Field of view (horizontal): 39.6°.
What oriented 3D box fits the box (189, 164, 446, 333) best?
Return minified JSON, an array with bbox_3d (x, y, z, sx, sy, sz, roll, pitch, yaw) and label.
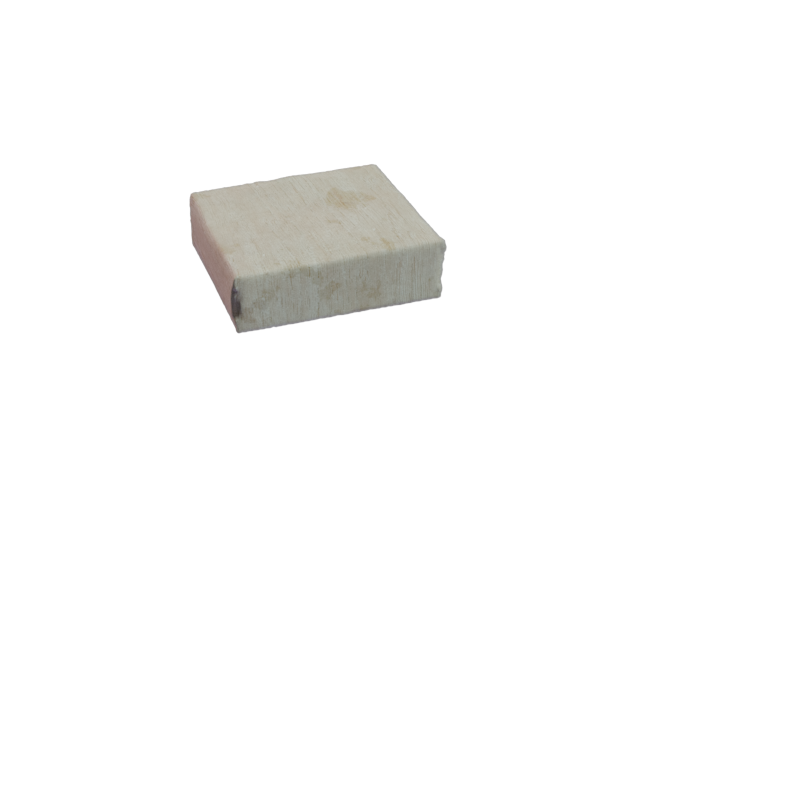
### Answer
[{"bbox_3d":[-0.036,-0.066,0.460,0.088,0.028,0.079,-12,38,-17],"label":"box"}]
